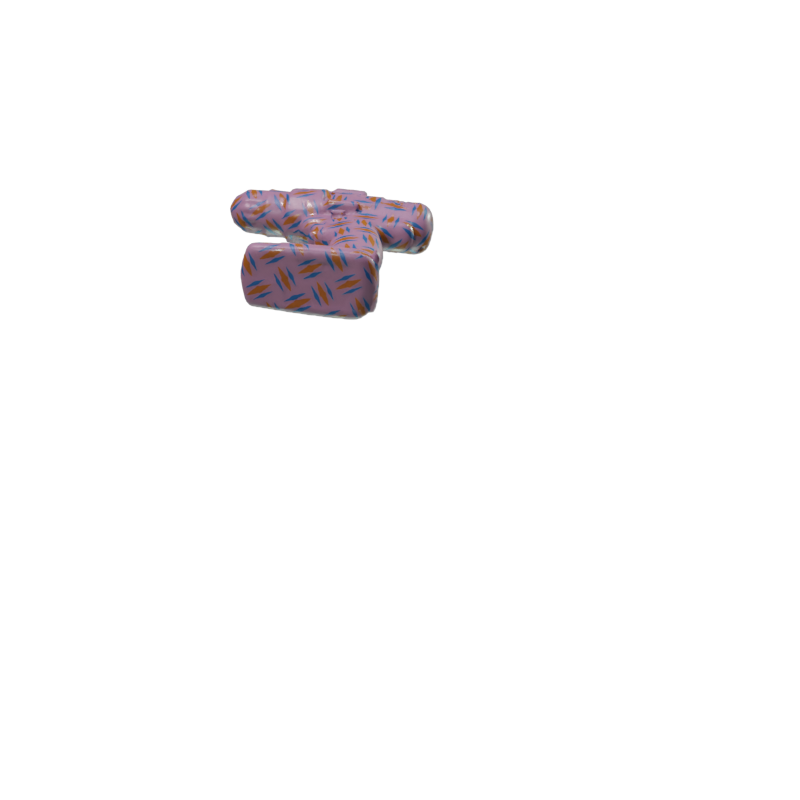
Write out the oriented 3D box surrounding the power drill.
[{"bbox_3d":[-0.073,-0.133,0.931,0.187,0.054,0.194,5,27,10],"label":"power drill"}]
